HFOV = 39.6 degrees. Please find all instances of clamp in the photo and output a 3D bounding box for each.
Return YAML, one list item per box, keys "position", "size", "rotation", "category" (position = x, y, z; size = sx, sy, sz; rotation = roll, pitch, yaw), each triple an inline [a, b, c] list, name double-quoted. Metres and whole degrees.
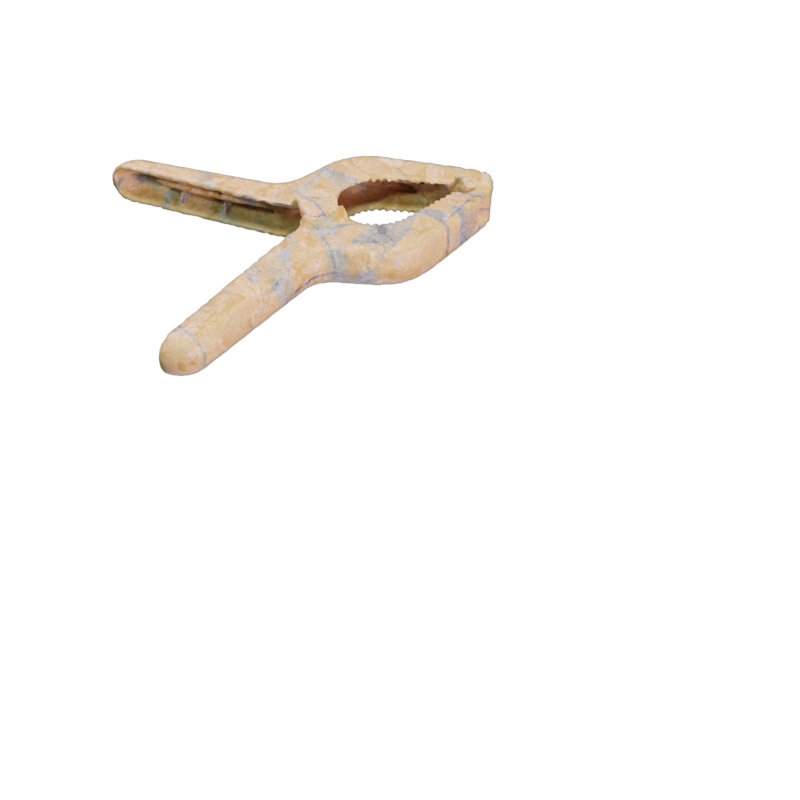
- position: [-0.047, -0.085, 0.596]
  size: [0.208, 0.034, 0.178]
  rotation: [-8, 45, -8]
  category: "clamp"
